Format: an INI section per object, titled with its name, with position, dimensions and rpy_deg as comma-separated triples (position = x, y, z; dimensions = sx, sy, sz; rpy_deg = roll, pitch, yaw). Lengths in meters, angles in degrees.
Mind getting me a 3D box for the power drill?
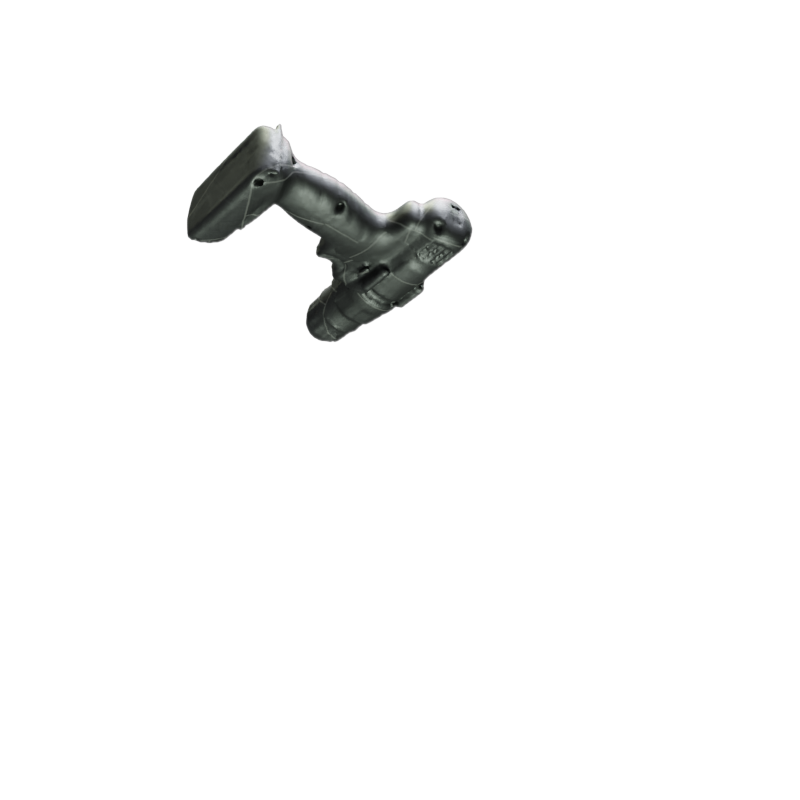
[power drill]
position = -0.067, -0.123, 0.859
dimensions = 0.178, 0.061, 0.181
rpy_deg = 24, -43, -29
